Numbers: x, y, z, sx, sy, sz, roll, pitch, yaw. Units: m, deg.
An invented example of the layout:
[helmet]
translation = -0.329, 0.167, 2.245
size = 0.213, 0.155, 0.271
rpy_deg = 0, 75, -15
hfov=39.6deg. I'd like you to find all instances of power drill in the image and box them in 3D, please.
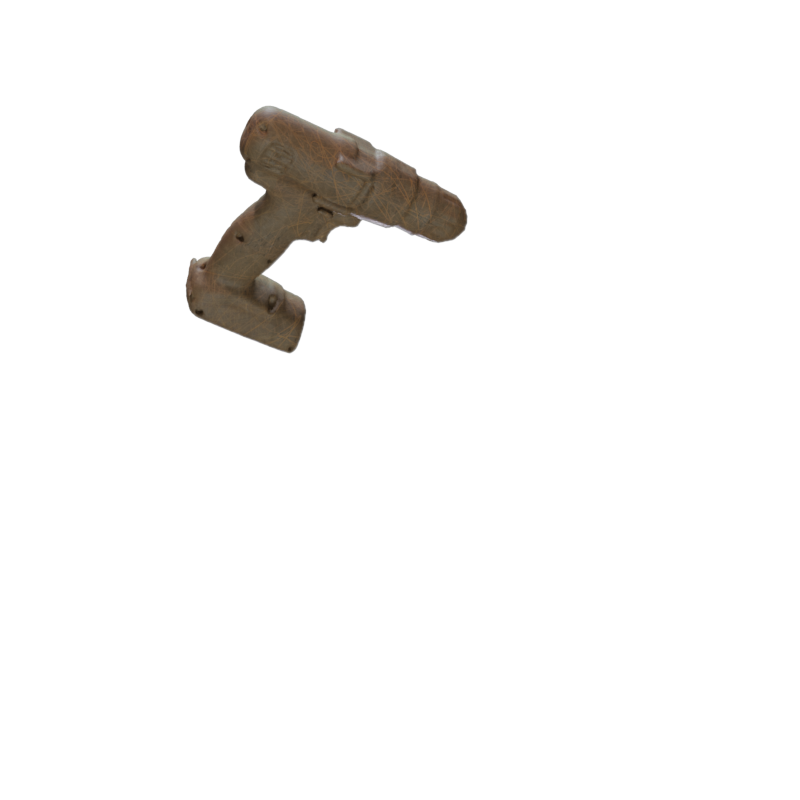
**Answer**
[power drill]
translation = -0.067, -0.121, 0.850
size = 0.177, 0.182, 0.061
rpy_deg = 25, 35, -19
